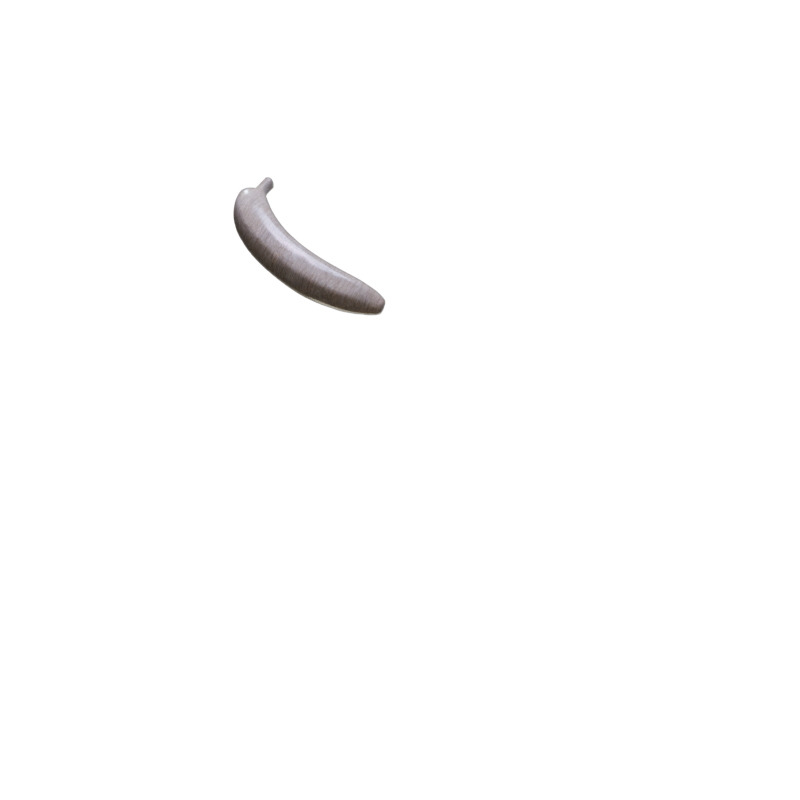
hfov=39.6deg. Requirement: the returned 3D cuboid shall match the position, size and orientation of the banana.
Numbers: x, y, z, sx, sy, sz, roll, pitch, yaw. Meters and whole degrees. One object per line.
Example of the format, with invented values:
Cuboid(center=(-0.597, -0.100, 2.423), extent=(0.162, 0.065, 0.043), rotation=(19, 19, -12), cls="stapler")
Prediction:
Cuboid(center=(-0.094, -0.134, 0.972), extent=(0.069, 0.034, 0.213), rotation=(-26, 54, -21), cls="banana")
